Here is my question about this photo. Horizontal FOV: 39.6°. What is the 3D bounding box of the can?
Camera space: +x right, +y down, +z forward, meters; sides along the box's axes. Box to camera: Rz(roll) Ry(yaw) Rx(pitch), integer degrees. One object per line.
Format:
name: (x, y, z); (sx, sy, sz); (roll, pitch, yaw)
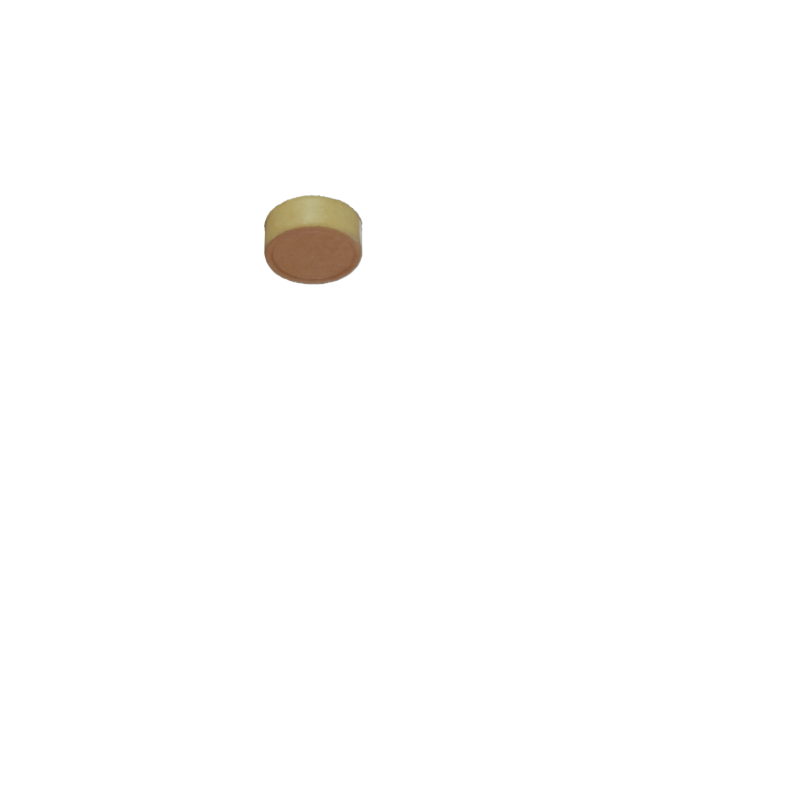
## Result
can: (-0.075, -0.136, 0.956); (0.086, 0.036, 0.080); (1, -33, -2)
